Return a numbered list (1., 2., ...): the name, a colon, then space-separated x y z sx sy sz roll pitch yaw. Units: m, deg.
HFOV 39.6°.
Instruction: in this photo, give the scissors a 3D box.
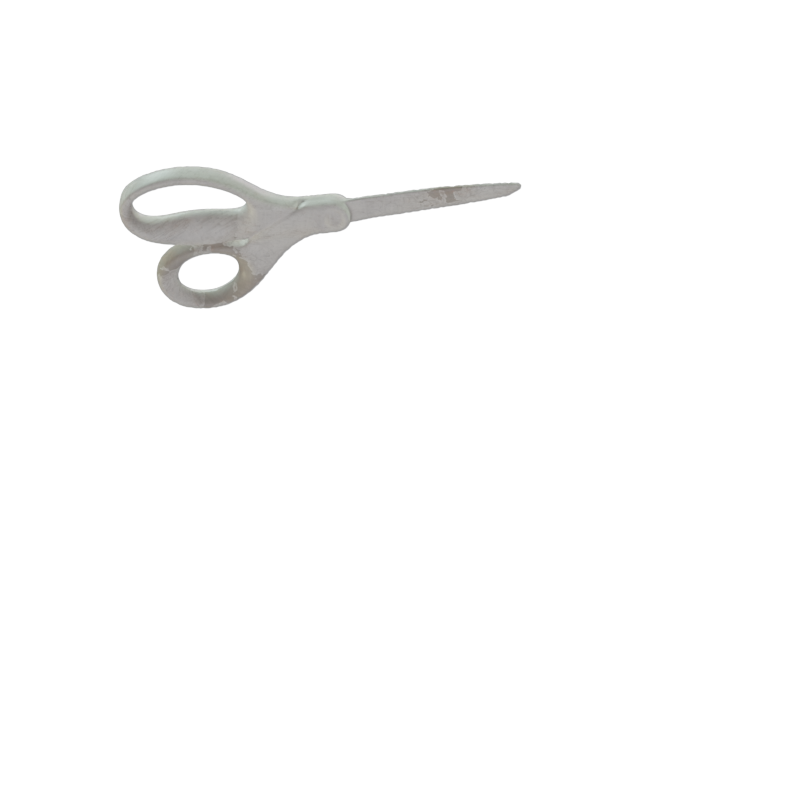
1. scissors: -0.045 -0.083 0.581 0.200 0.090 0.017 4 42 -4
